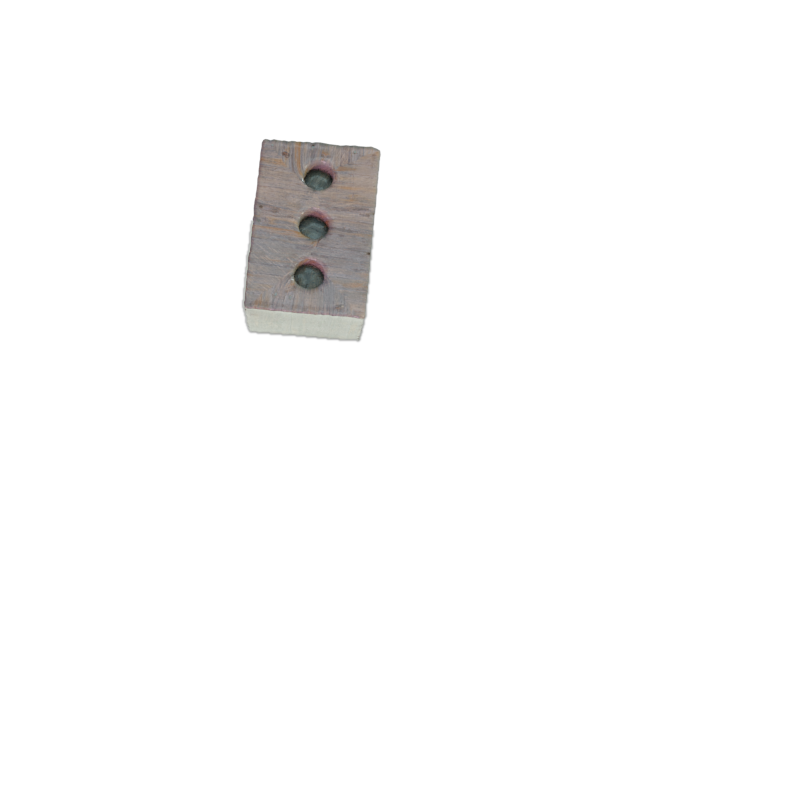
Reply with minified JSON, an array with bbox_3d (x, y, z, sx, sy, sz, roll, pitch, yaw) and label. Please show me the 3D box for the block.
[{"bbox_3d":[-0.038,-0.070,0.489,0.053,0.081,0.049,4,-15,-1],"label":"block"}]
